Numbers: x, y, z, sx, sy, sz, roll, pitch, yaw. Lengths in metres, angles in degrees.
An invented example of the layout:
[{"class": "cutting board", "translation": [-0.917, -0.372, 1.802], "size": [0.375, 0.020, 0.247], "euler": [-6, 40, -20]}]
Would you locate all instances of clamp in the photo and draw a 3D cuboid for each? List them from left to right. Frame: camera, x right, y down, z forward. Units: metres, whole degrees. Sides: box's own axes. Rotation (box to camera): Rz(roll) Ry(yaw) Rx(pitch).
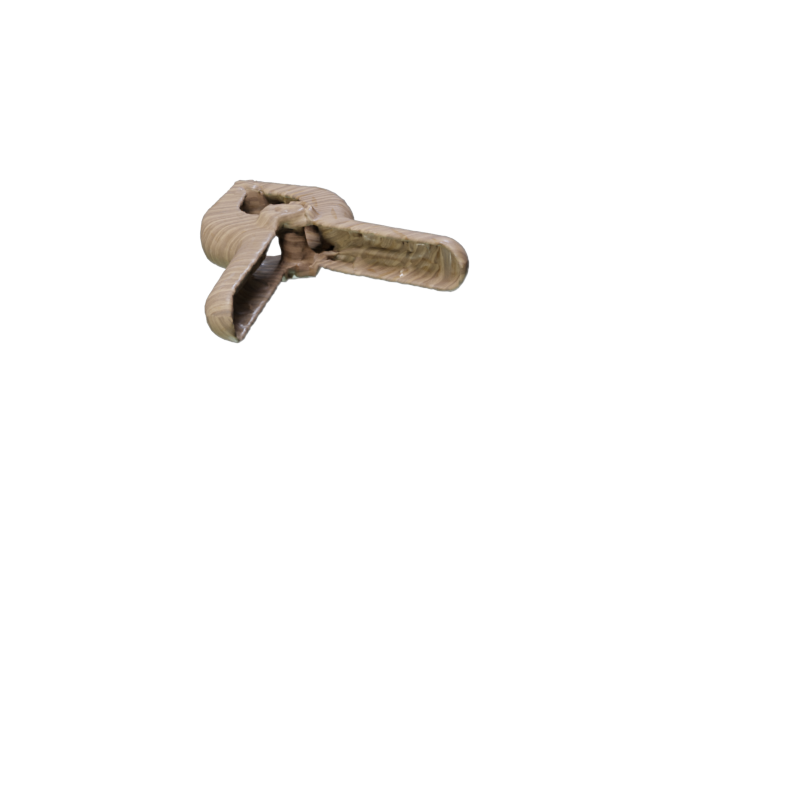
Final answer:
[{"class": "clamp", "translation": [-0.043, -0.078, 0.546], "size": [0.119, 0.037, 0.183], "euler": [-6, 28, -12]}]
